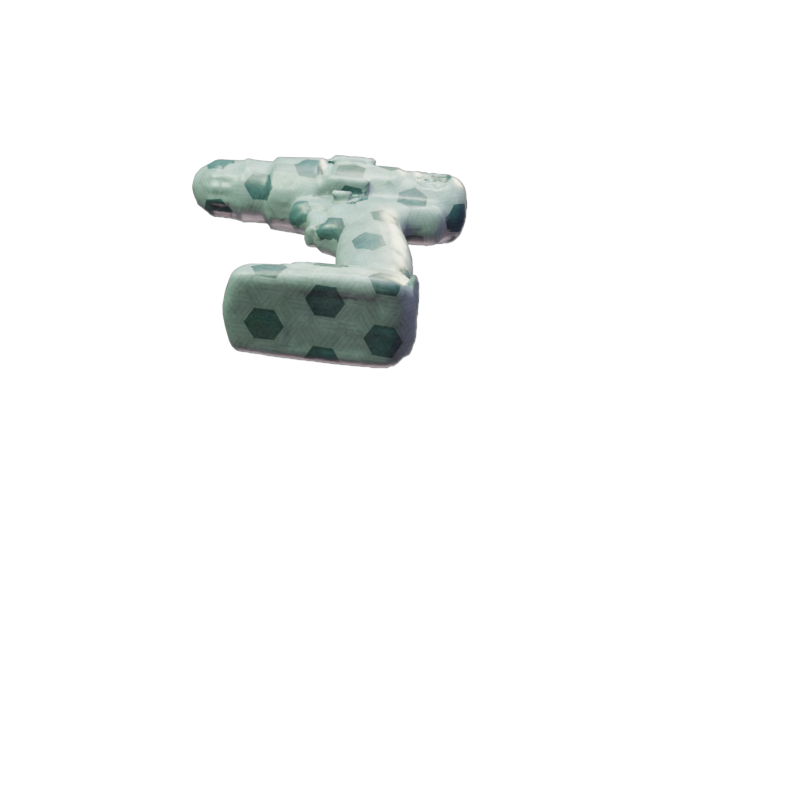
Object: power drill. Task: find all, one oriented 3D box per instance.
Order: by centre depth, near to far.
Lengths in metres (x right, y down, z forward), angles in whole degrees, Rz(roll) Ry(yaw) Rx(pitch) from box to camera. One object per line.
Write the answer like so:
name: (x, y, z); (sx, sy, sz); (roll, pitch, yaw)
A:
power drill: (-0.053, -0.097, 0.680); (0.186, 0.054, 0.198); (4, 34, 5)
